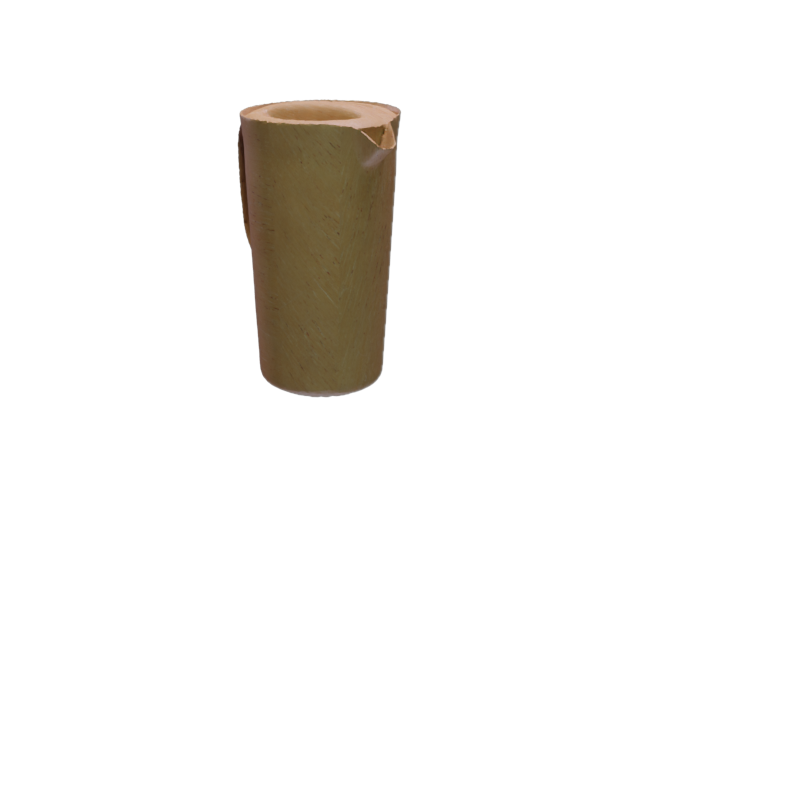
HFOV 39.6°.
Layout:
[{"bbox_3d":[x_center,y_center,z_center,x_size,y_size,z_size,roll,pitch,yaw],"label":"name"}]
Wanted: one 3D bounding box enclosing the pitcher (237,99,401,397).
[{"bbox_3d":[-0.074,-0.136,0.951,0.145,0.234,0.155,2,18,2],"label":"pitcher"}]
